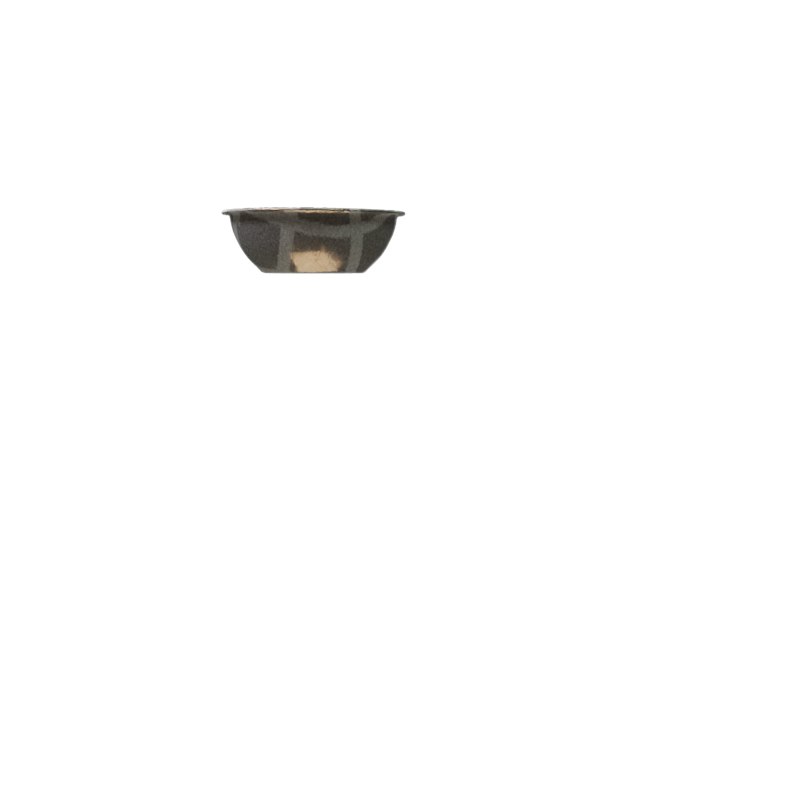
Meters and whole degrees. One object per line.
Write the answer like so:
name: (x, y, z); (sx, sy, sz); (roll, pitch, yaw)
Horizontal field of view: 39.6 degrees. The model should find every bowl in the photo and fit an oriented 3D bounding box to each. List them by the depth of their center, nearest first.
bowl: (-0.076, -0.139, 0.972); (0.162, 0.055, 0.163); (0, 6, -2)
